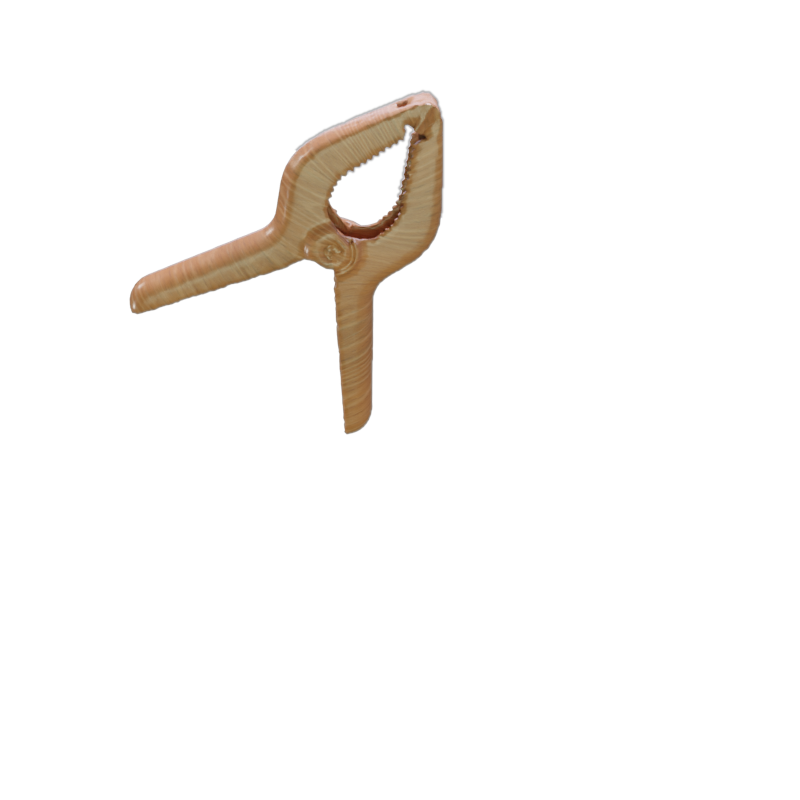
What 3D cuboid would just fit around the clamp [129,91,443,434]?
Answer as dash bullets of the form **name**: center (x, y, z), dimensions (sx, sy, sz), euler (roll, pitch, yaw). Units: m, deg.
- **clamp**: center (-0.050, -0.091, 0.640), dimensions (0.161, 0.204, 0.038), euler (25, 22, -11)
